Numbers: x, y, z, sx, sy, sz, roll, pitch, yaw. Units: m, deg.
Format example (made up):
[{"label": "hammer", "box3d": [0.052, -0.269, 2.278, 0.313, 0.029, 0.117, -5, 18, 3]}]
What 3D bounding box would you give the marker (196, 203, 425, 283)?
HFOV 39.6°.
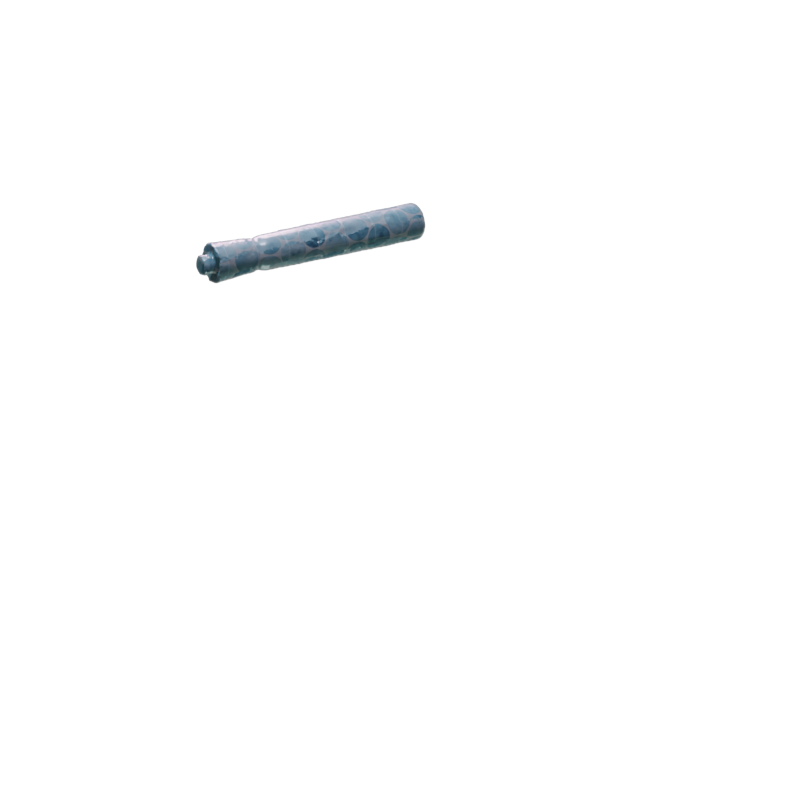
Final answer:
[{"label": "marker", "box3d": [-0.042, -0.076, 0.530, 0.119, 0.019, 0.021, -17, 12, -30]}]
